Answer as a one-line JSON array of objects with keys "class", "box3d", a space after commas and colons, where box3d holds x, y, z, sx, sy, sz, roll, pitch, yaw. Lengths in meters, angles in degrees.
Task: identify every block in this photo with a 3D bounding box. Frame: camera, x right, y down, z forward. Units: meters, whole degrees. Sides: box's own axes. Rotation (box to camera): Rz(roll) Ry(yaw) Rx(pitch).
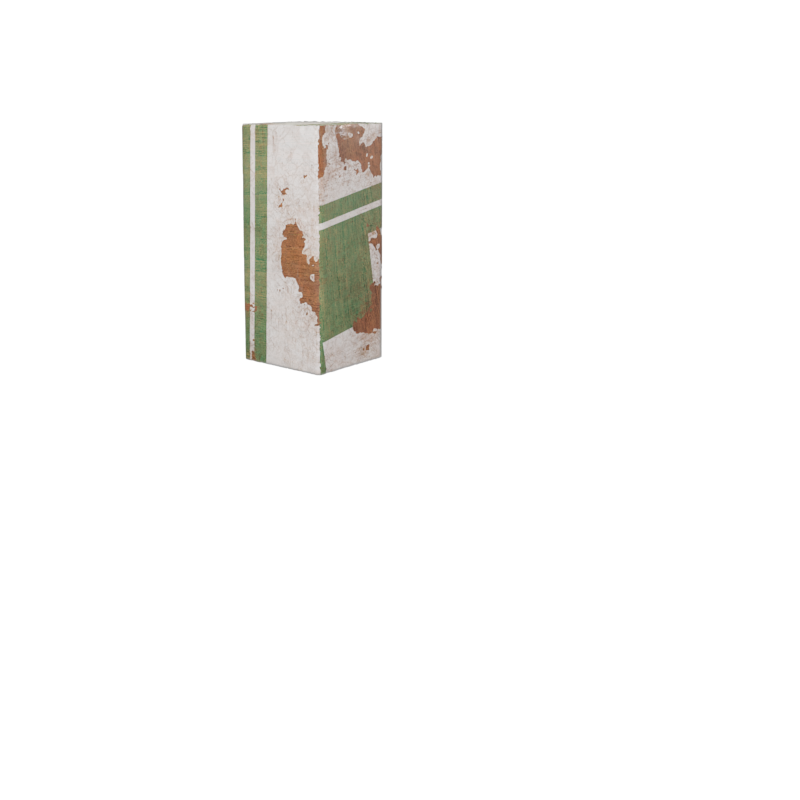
[{"class": "block", "box3d": [-0.076, -0.137, 0.962, 0.095, 0.202, 0.088, 8, 12, 38]}]
